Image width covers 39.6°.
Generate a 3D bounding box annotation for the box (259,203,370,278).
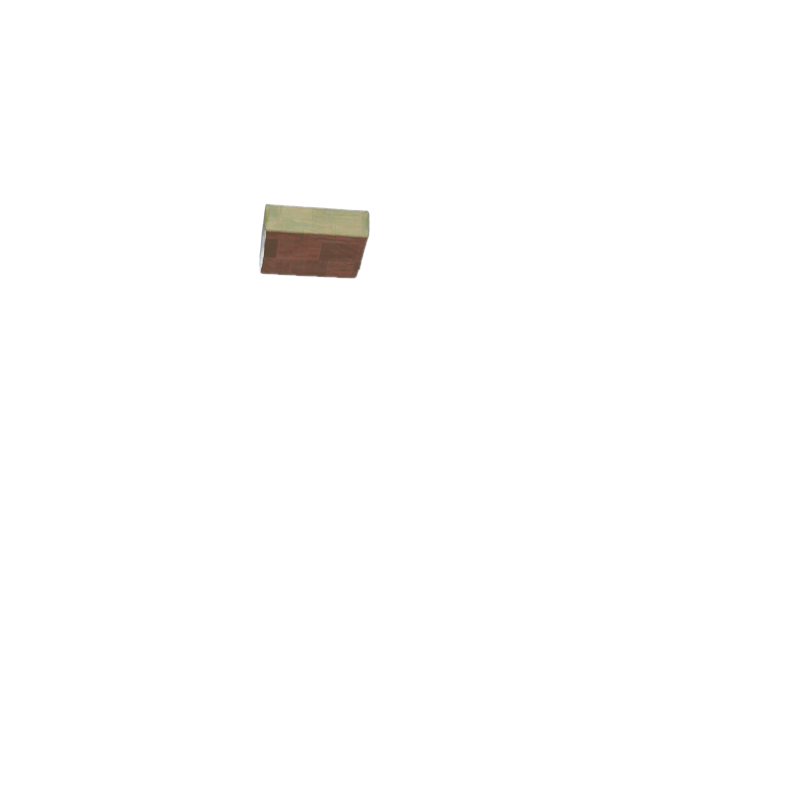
[{"bbox_3d":[-0.074,-0.136,0.951,0.088,0.032,0.069,3,-26,-6],"label":"box"}]
